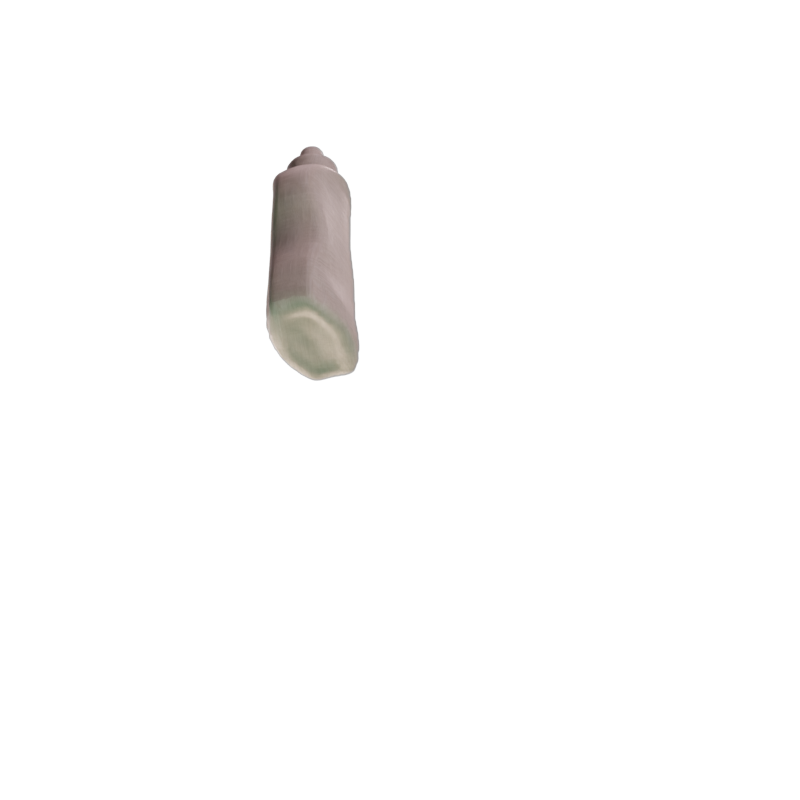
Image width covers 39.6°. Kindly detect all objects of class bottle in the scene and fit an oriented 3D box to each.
[{"bbox_3d":[-0.065,-0.117,0.822,0.059,0.206,0.088,-15,-40,14],"label":"bottle"}]
